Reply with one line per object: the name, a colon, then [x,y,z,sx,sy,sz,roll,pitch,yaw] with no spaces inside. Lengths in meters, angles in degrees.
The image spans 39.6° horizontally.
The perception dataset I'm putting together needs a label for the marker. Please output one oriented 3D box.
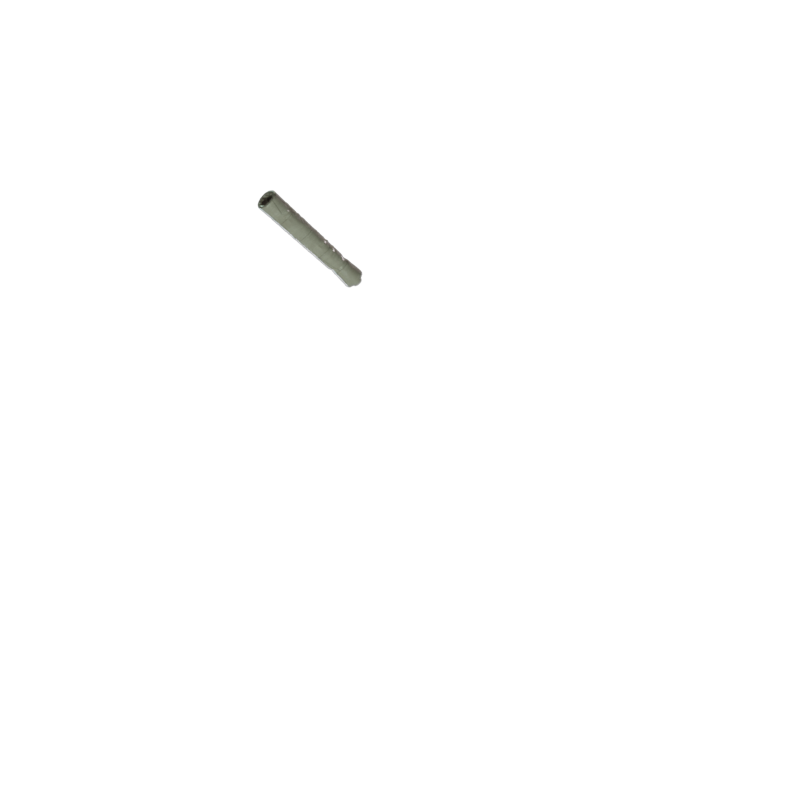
marker: [-0.073,-0.133,0.930,0.113,0.020,0.021,40,-22,-33]
